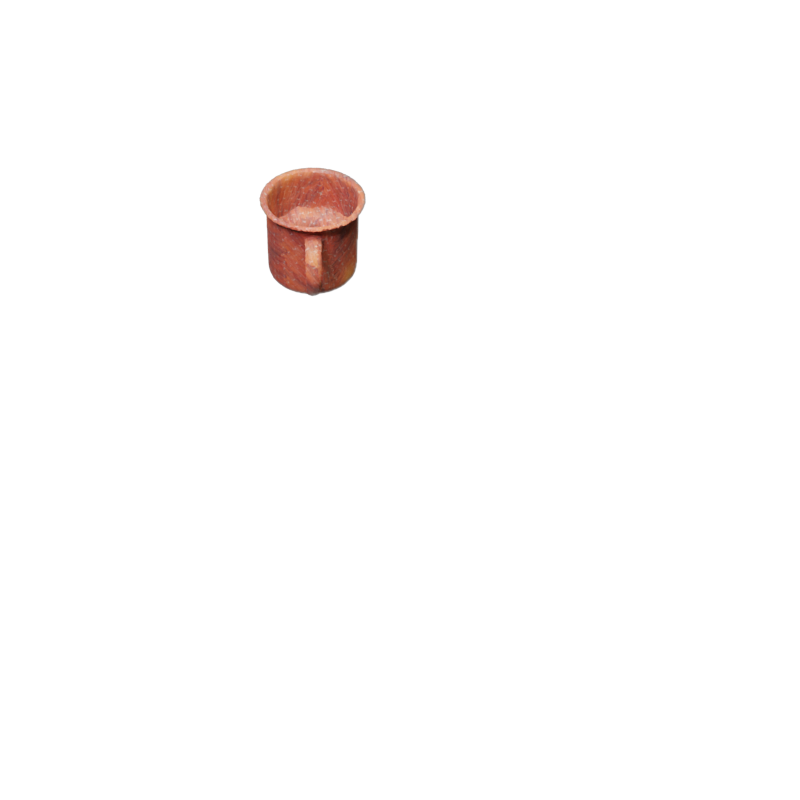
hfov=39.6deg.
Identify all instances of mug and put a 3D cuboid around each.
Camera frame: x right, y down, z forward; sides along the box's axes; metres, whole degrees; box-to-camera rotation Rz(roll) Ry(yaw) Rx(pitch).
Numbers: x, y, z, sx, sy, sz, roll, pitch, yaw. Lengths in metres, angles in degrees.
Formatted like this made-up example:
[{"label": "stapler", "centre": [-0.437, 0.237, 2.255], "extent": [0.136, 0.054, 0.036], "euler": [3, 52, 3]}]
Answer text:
[{"label": "mug", "centre": [-0.077, -0.141, 0.988], "extent": [0.093, 0.076, 0.126], "euler": [-3, 43, -5]}]
